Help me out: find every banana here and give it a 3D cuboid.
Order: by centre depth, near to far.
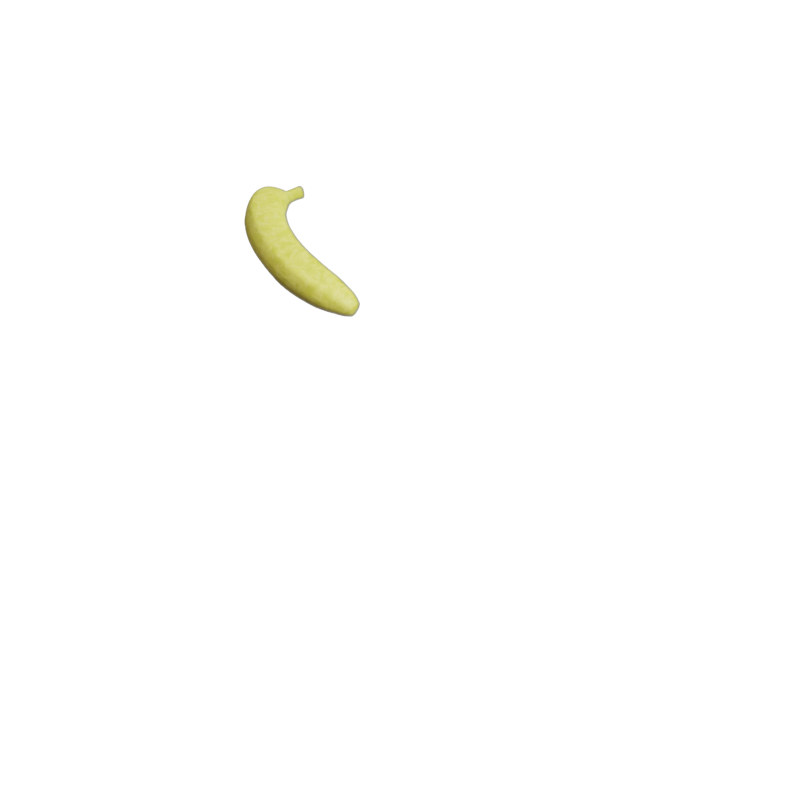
[{"bbox_3d":[-0.093,-0.135,0.949,0.069,0.034,0.214,-10,41,-13],"label":"banana"}]
